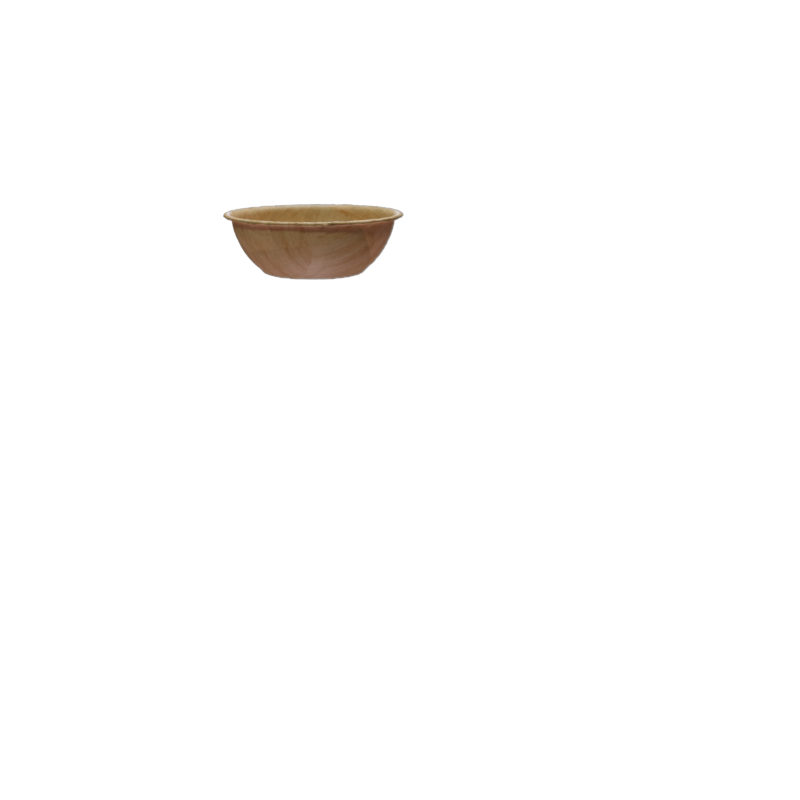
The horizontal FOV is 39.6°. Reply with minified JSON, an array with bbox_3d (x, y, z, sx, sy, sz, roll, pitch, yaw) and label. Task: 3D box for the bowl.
[{"bbox_3d":[-0.078,-0.142,0.998,0.162,0.054,0.167,0,15,-2],"label":"bowl"}]
